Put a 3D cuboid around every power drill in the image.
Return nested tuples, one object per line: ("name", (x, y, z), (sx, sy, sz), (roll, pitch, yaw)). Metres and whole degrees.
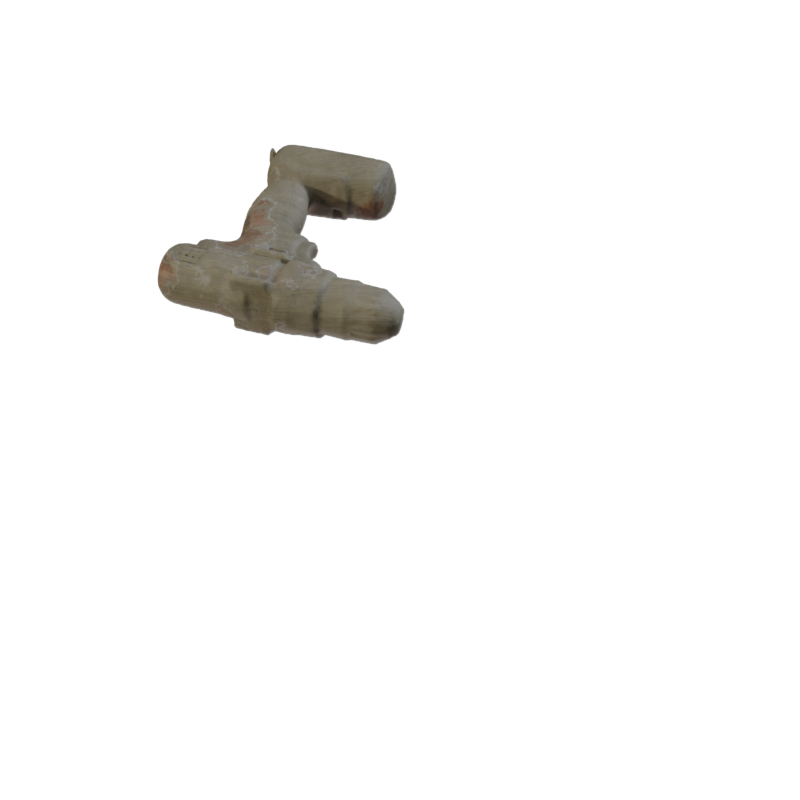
("power drill", (-0.066, -0.120, 0.841), (0.190, 0.054, 0.195), (13, 41, 15))
